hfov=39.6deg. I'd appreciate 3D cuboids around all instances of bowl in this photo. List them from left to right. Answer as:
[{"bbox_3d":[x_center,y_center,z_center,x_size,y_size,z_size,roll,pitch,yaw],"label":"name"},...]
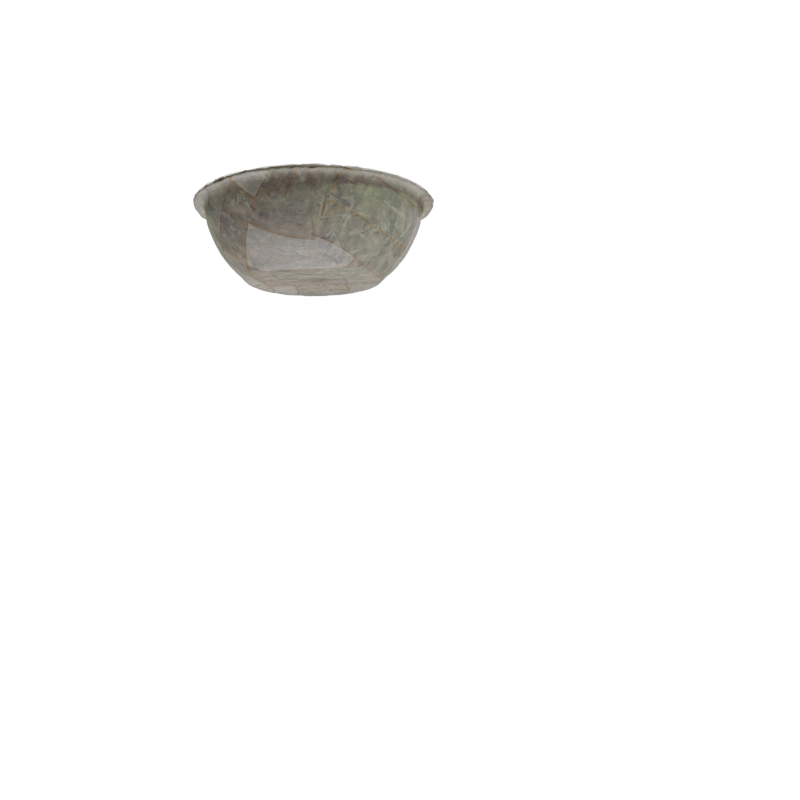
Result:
[{"bbox_3d":[-0.058,-0.106,0.742,0.162,0.057,0.158,0,-9,-2],"label":"bowl"}]
